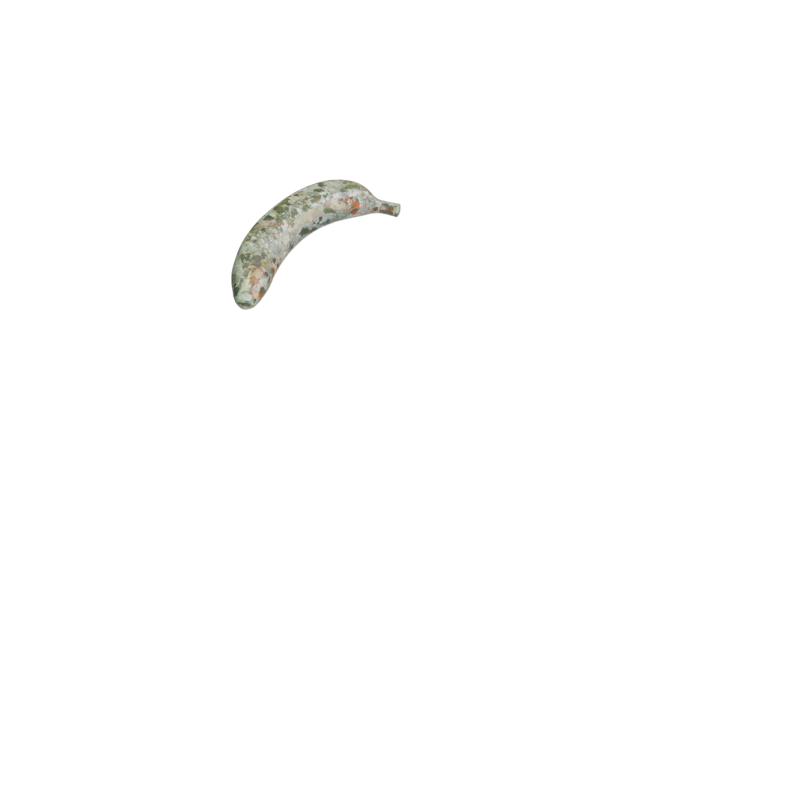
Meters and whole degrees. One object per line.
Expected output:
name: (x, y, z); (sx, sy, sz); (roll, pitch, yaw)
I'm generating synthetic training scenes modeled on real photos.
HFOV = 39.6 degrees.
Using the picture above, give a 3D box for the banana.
banana: (-0.084, -0.142, 0.930); (0.074, 0.034, 0.200); (28, 48, 28)
